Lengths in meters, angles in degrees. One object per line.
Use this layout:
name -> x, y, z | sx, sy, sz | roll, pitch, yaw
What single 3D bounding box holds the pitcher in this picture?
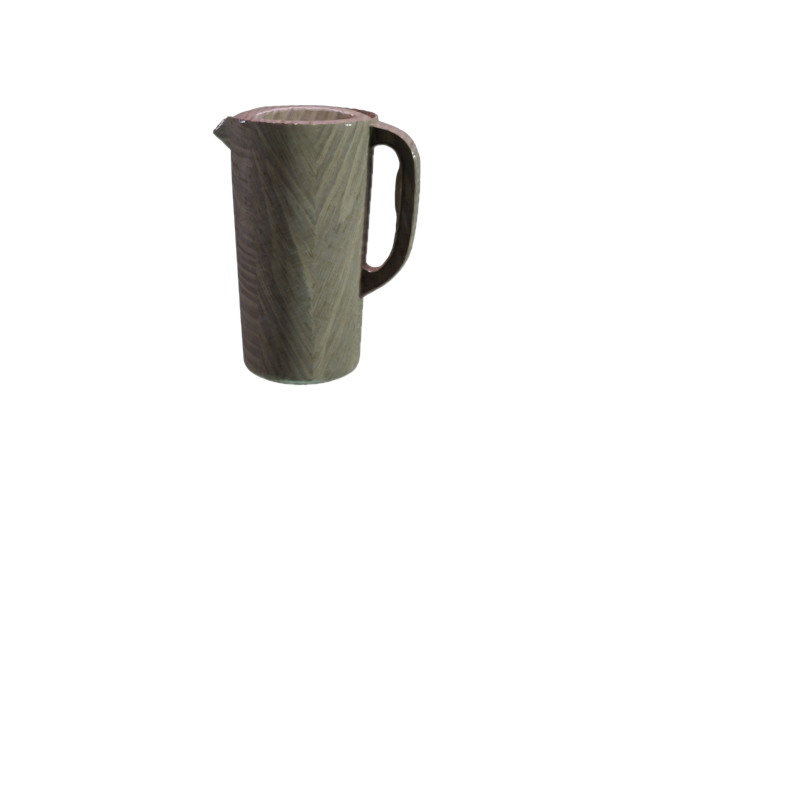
pitcher -> -0.078, -0.142, 0.994 | 0.141, 0.235, 0.158 | -9, 18, -30
